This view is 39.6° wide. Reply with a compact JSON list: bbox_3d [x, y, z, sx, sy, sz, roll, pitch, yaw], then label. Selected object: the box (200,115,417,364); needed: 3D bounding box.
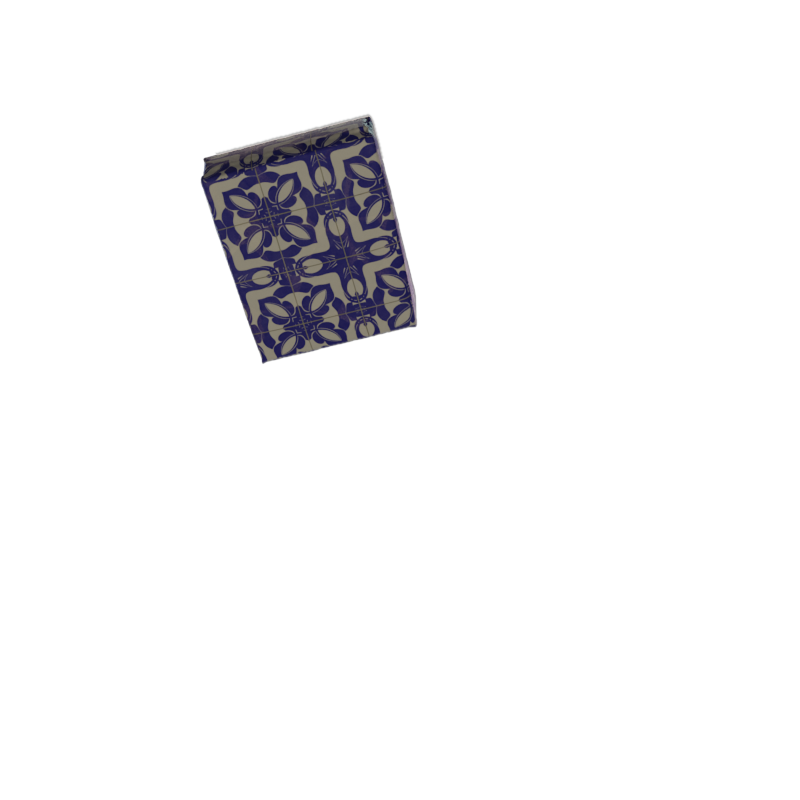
[{"bbox_3d":[-0.045,-0.082,0.576,0.090,0.107,0.041,-13,25,5],"label":"box"}]
